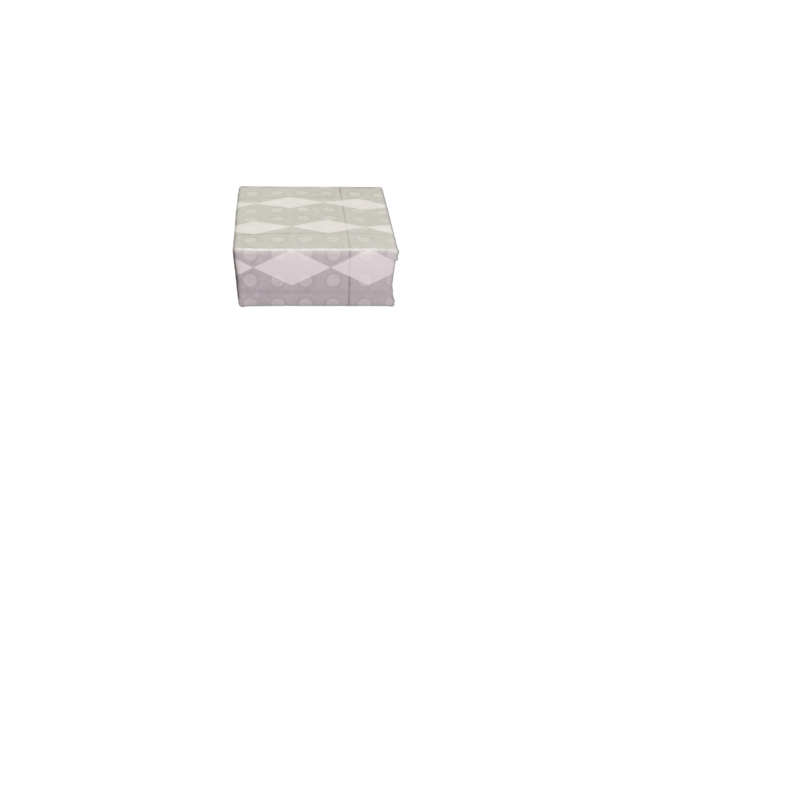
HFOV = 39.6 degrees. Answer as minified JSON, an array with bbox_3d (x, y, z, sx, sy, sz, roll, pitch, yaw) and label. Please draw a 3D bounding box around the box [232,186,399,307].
[{"bbox_3d":[-0.051,-0.092,0.646,0.089,0.037,0.120,-2,29,-4],"label":"box"}]
